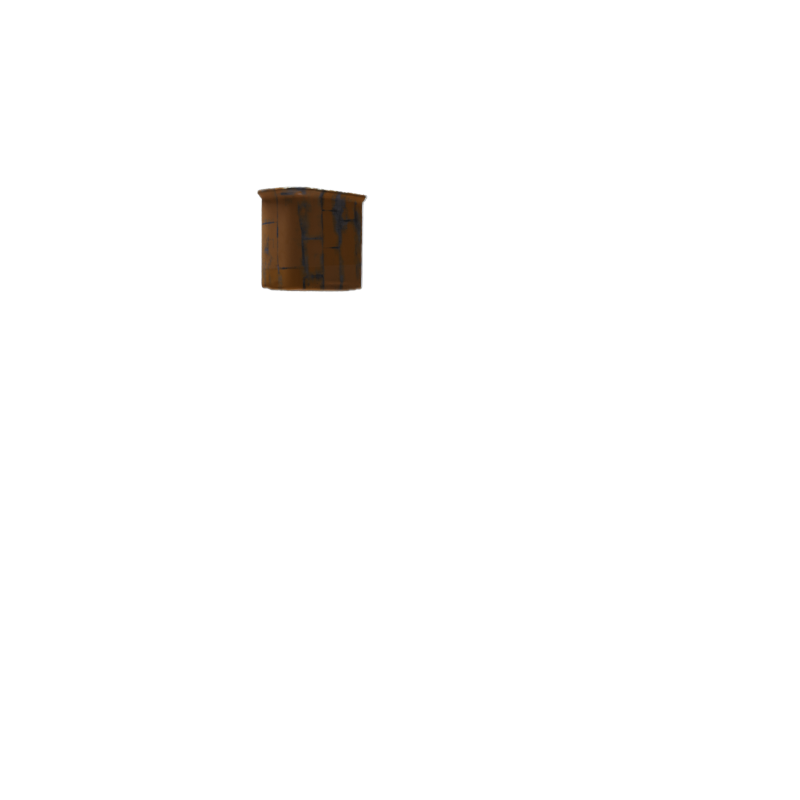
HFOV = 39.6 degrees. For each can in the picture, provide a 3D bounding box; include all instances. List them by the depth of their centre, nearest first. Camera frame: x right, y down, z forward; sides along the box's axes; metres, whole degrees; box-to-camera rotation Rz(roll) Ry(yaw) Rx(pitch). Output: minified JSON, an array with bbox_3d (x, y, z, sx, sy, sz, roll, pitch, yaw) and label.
[{"bbox_3d":[-0.074,-0.134,0.940,0.060,0.084,0.098,-1,1,37],"label":"can"}]
